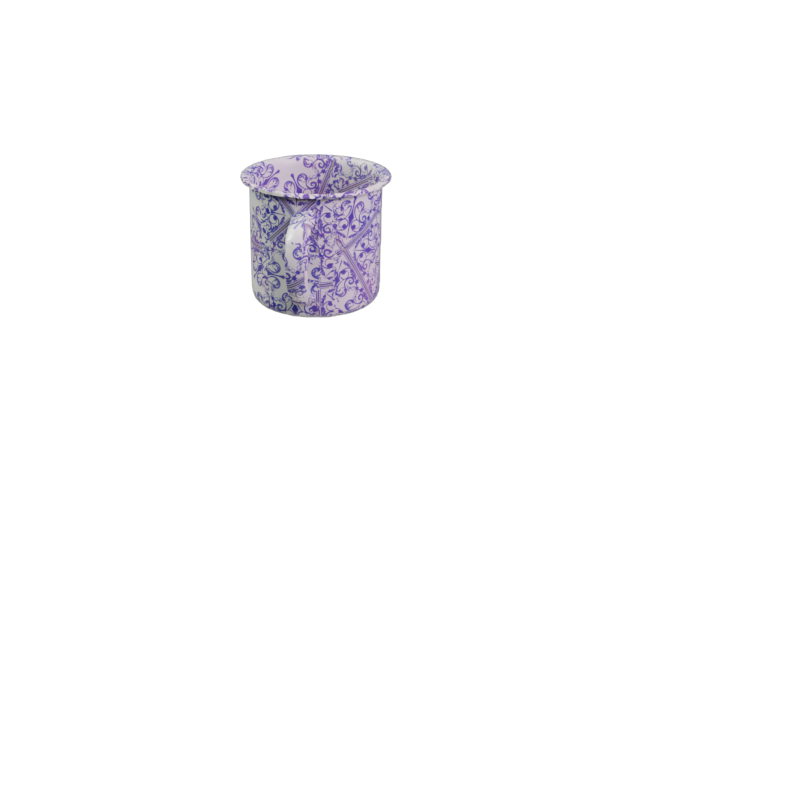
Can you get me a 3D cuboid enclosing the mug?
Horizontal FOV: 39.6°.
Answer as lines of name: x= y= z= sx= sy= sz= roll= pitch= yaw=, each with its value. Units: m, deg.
mug: x=-0.054 y=-0.098 z=0.683 sx=0.094 sy=0.078 sz=0.122 roll=2 pitch=25 yaw=3
